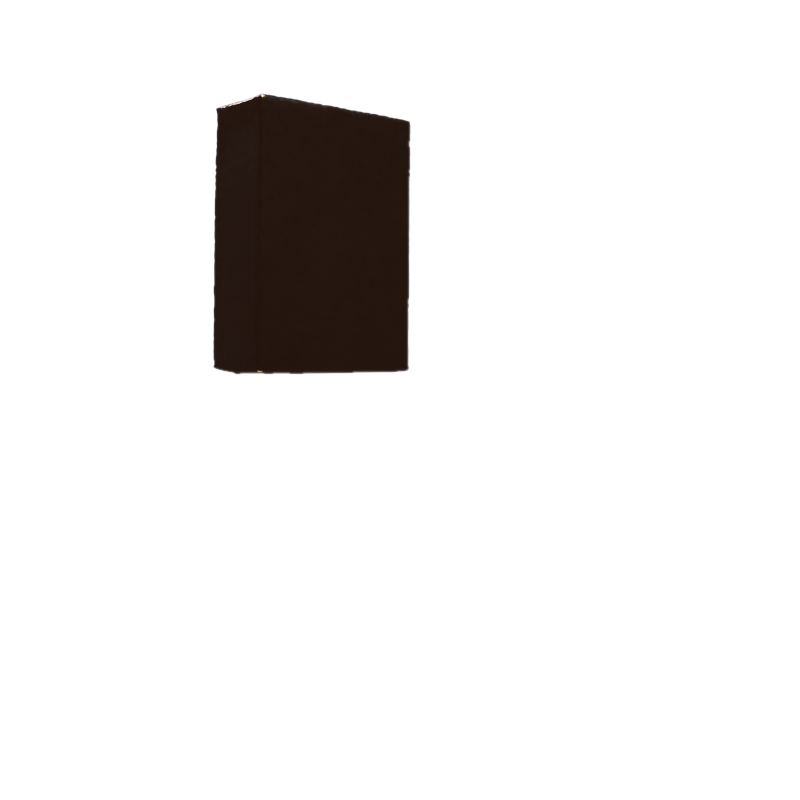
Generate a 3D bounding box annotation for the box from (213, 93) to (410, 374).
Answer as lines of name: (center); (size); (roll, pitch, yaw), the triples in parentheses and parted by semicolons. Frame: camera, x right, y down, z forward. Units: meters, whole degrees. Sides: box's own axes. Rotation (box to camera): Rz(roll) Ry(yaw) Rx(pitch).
box: (-0.071, -0.129, 0.907); (0.157, 0.216, 0.074); (2, -5, -43)
